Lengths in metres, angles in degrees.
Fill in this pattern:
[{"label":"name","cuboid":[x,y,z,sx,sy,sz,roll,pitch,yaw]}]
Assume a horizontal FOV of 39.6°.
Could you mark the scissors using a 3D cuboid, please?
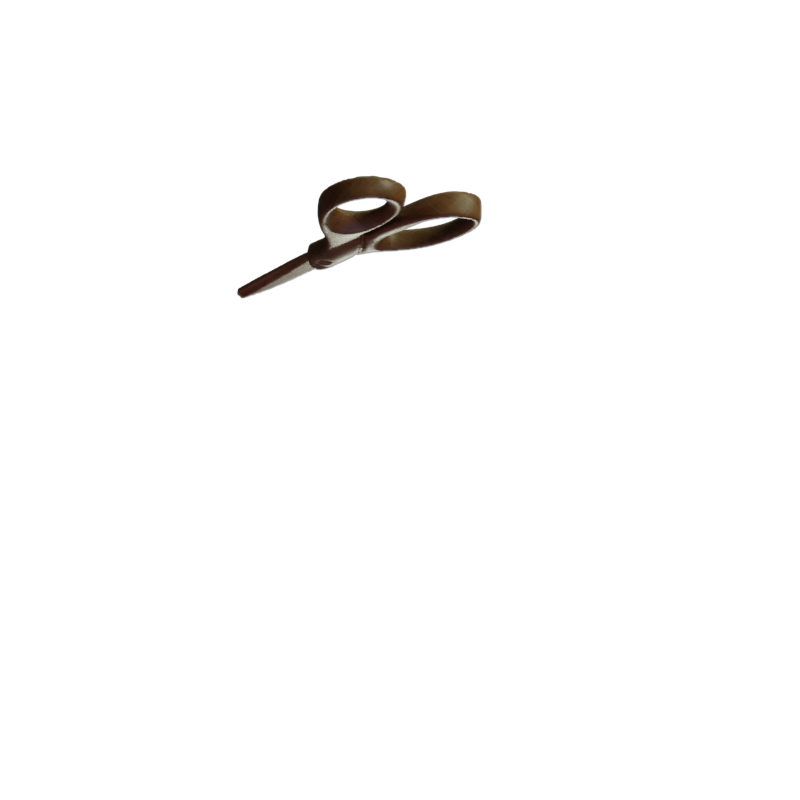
[{"label":"scissors","cuboid":[-0.050,-0.091,0.635,0.206,0.016,0.090,-10,-17,36]}]
